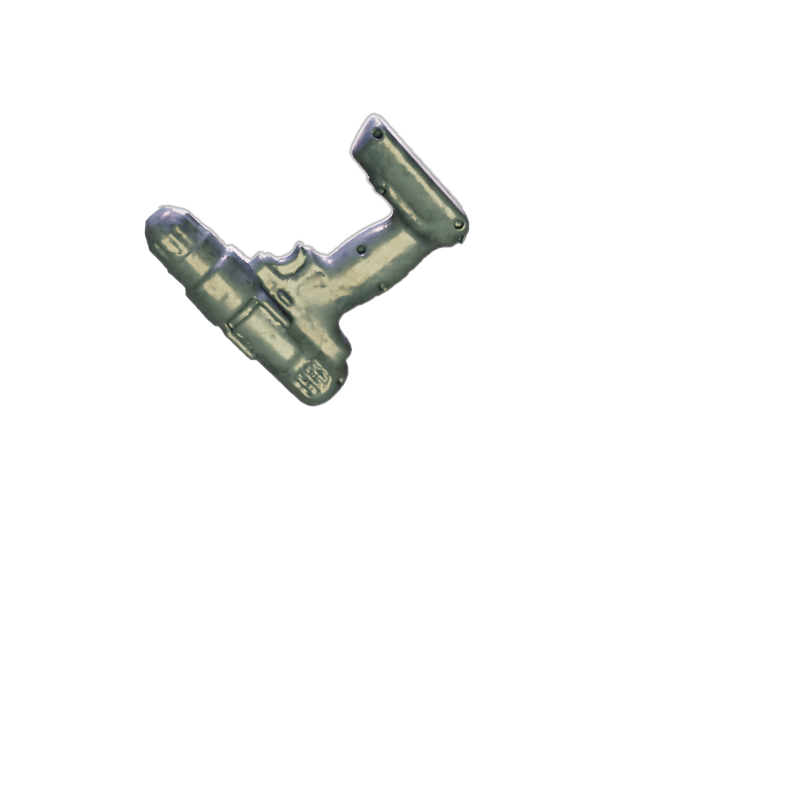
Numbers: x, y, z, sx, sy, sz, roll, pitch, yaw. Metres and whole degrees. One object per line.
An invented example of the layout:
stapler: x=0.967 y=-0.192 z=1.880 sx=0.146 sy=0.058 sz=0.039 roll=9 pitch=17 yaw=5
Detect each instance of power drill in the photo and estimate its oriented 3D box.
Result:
power drill: x=-0.061 y=-0.111 z=0.780 sx=0.186 sy=0.178 sz=0.060 roll=-41 pitch=14 yaw=12
